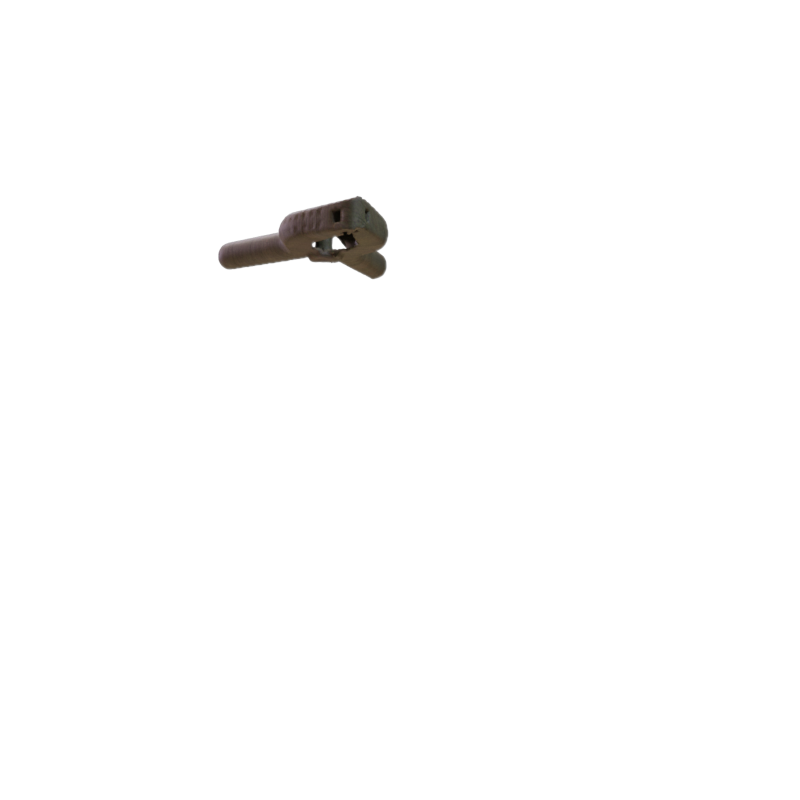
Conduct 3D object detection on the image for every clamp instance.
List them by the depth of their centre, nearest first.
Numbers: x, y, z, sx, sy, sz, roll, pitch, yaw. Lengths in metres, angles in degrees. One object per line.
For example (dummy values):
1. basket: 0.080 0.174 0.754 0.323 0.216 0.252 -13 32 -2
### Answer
1. clamp: -0.077 -0.141 0.989 0.163 0.037 0.208 1 -6 -9
